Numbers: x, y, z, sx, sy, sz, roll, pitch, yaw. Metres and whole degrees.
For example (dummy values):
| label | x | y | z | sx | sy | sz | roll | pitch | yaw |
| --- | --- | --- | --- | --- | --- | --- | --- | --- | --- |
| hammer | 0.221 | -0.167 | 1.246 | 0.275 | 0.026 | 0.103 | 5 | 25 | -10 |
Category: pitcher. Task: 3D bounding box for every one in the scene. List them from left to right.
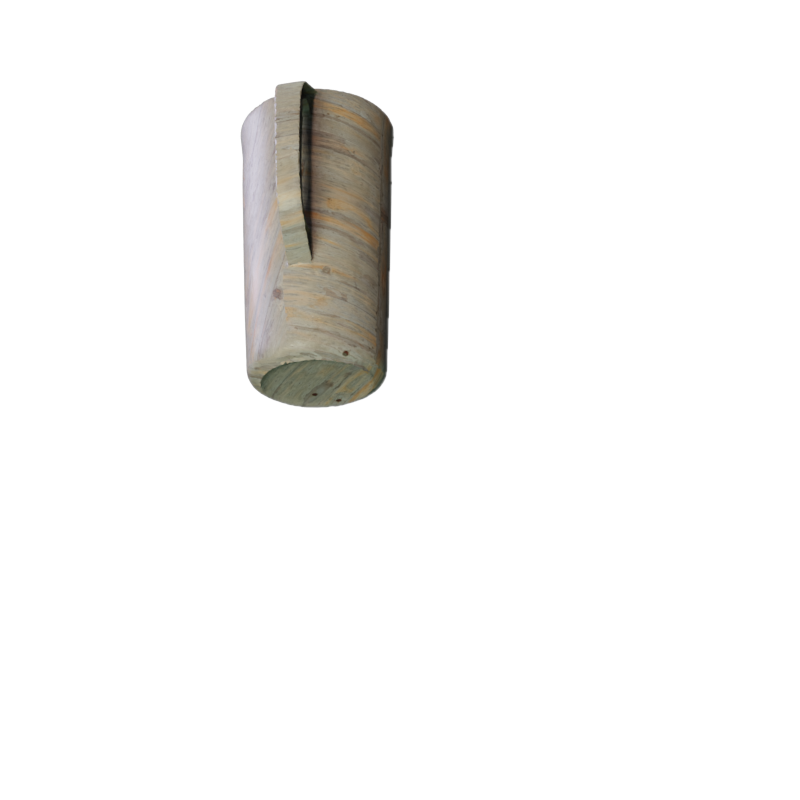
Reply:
| label | x | y | z | sx | sy | sz | roll | pitch | yaw |
| --- | --- | --- | --- | --- | --- | --- | --- | --- | --- |
| pitcher | -0.070 | -0.128 | 0.897 | 0.142 | 0.259 | 0.143 | 18 | -35 | -31 |
